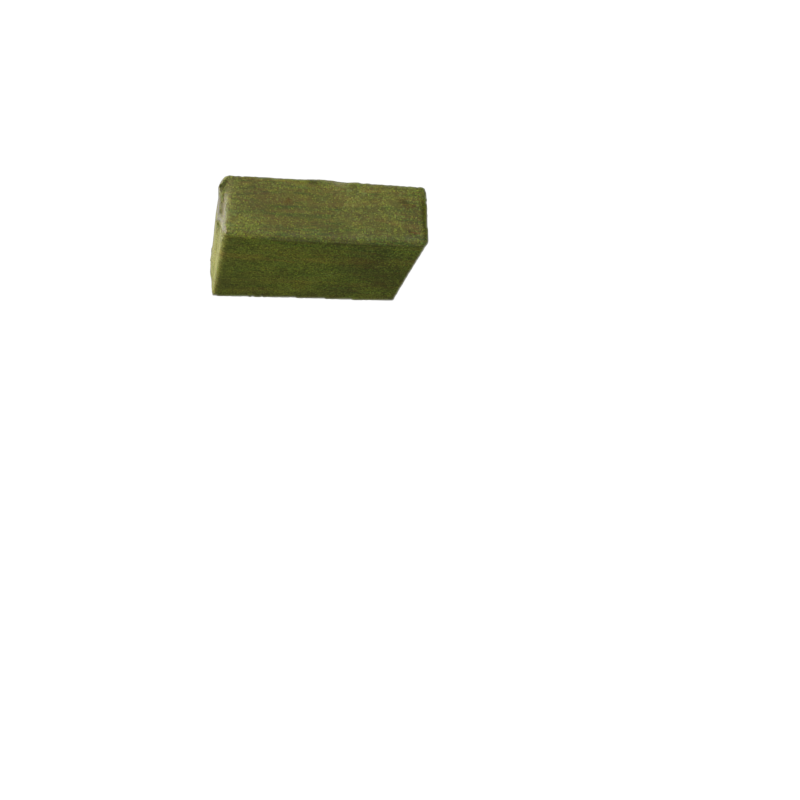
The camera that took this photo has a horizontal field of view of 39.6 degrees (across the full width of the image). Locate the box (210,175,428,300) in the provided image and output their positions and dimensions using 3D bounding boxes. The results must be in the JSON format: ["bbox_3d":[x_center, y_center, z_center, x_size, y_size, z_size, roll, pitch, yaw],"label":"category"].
[{"bbox_3d":[-0.039,-0.070,0.493,0.088,0.032,0.071,2,-17,-9],"label":"box"}]
